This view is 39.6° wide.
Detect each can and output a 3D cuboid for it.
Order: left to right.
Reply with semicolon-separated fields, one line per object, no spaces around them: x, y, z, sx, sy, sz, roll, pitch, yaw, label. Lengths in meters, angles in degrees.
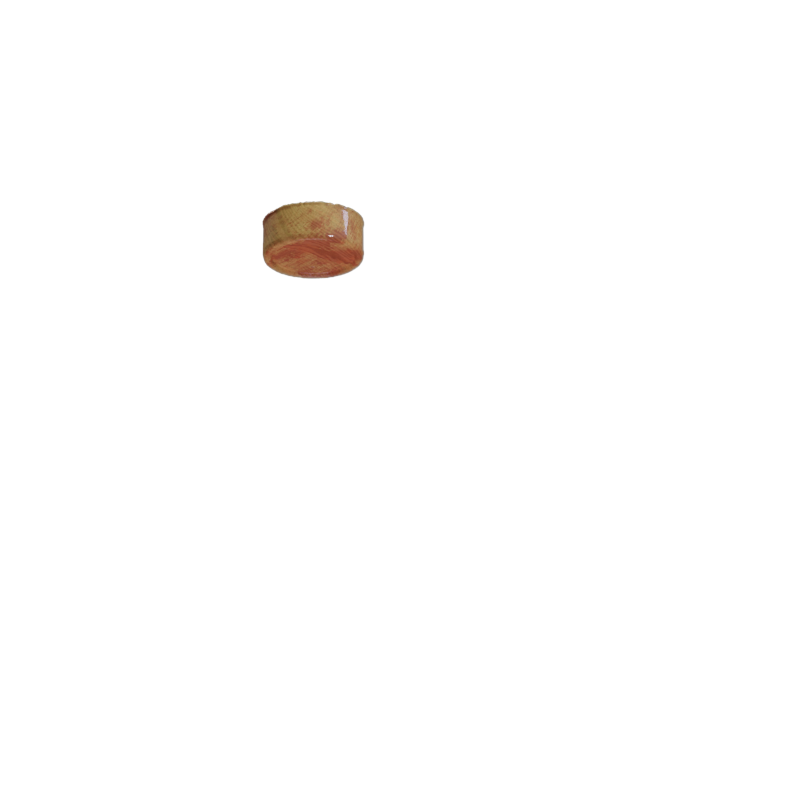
-0.073;-0.132;0.926;0.086;0.035;0.082;0;-19;-2;can
